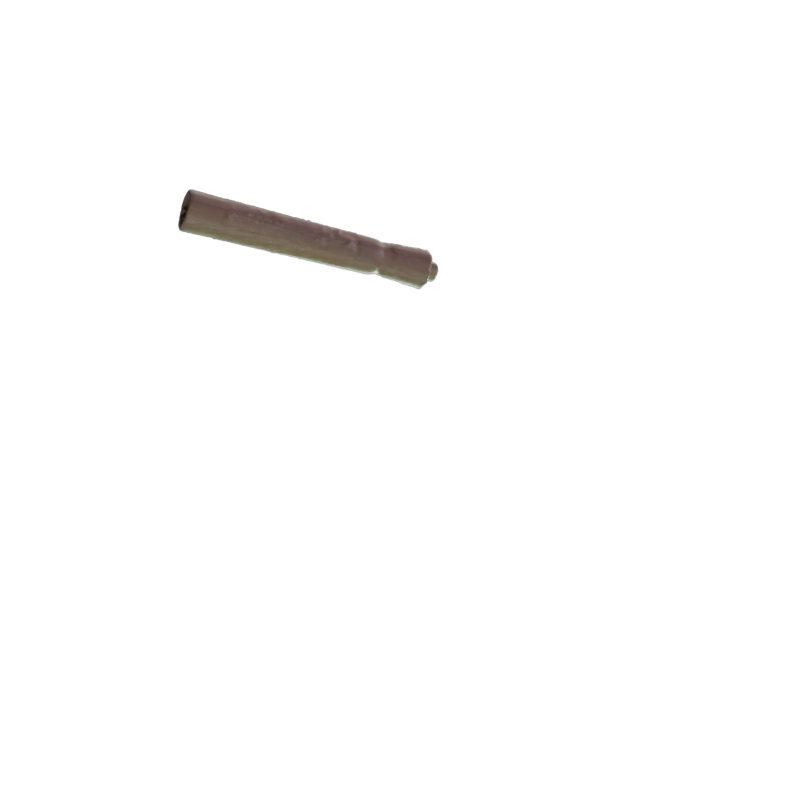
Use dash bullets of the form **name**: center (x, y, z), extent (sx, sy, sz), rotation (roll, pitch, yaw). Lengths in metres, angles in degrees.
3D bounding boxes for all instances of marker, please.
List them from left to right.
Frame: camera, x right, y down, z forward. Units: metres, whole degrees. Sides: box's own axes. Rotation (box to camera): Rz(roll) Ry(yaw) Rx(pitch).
- **marker**: center (-0.039, -0.071, 0.498), extent (0.117, 0.020, 0.020), rotation (12, 0, -17)
